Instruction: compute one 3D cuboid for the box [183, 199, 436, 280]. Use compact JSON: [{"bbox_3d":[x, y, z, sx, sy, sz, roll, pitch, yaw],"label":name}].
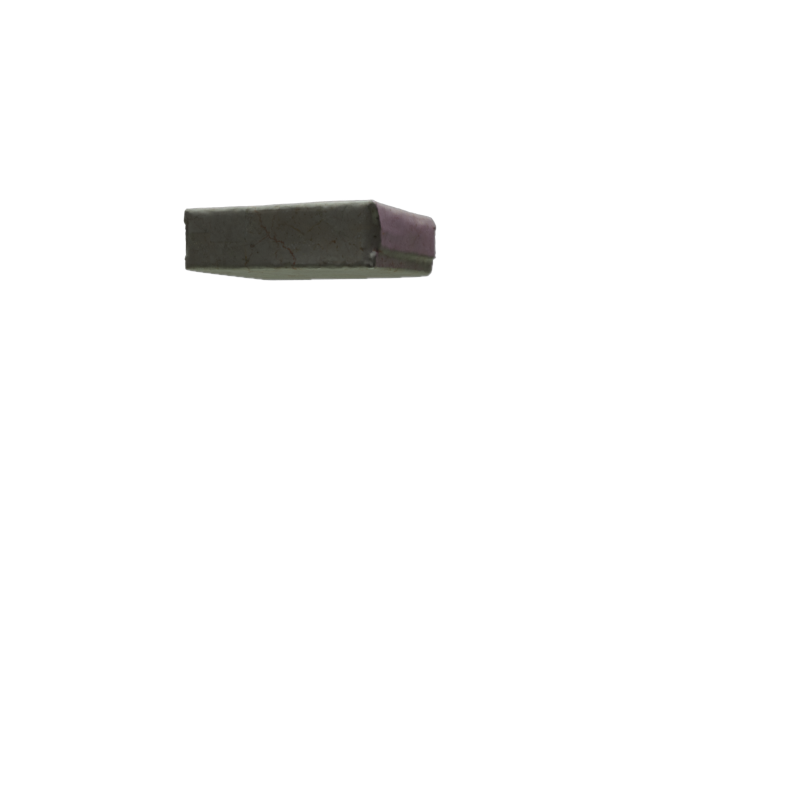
[{"bbox_3d":[-0.038,-0.069,0.482,0.092,0.030,0.071,1,2,23],"label":"box"}]
